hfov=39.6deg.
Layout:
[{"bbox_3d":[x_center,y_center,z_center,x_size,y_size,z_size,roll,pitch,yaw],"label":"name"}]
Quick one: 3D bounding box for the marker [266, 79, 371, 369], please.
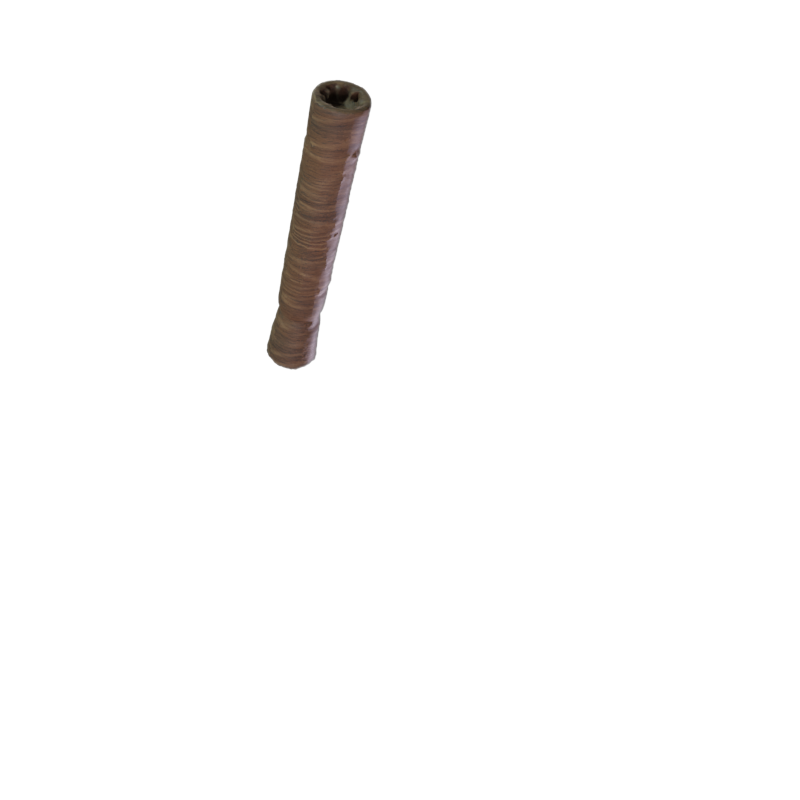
[{"bbox_3d":[-0.030,-0.054,0.380,0.019,0.021,0.114,7,-46,-10],"label":"marker"}]
